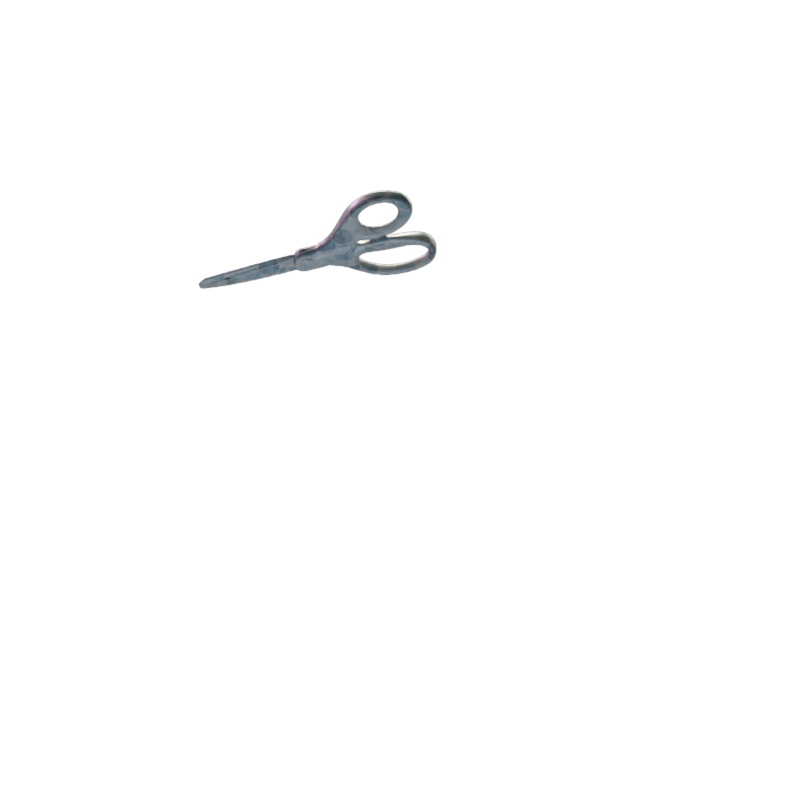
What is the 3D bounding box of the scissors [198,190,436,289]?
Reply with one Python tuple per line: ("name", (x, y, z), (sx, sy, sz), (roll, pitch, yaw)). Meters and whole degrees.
("scissors", (-0.071, -0.130, 0.909), (0.202, 0.017, 0.089), (-2, -43, 2))
